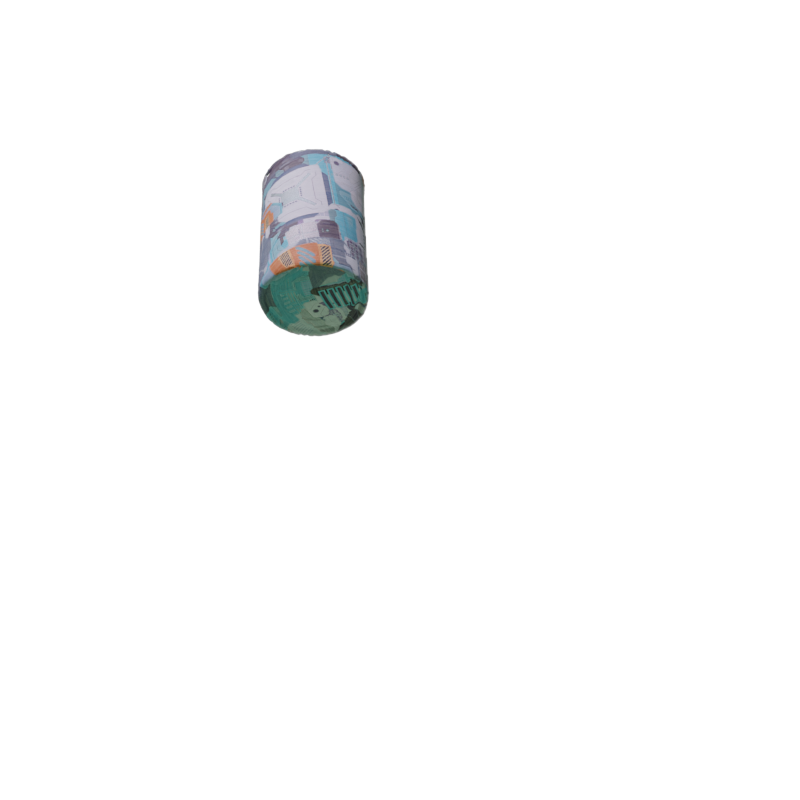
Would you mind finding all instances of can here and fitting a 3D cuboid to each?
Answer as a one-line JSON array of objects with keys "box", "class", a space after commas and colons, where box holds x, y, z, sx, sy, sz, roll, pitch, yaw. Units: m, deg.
[{"box": [-0.054, -0.099, 0.696, 0.068, 0.110, 0.064, -1, -42, -3], "class": "can"}]
